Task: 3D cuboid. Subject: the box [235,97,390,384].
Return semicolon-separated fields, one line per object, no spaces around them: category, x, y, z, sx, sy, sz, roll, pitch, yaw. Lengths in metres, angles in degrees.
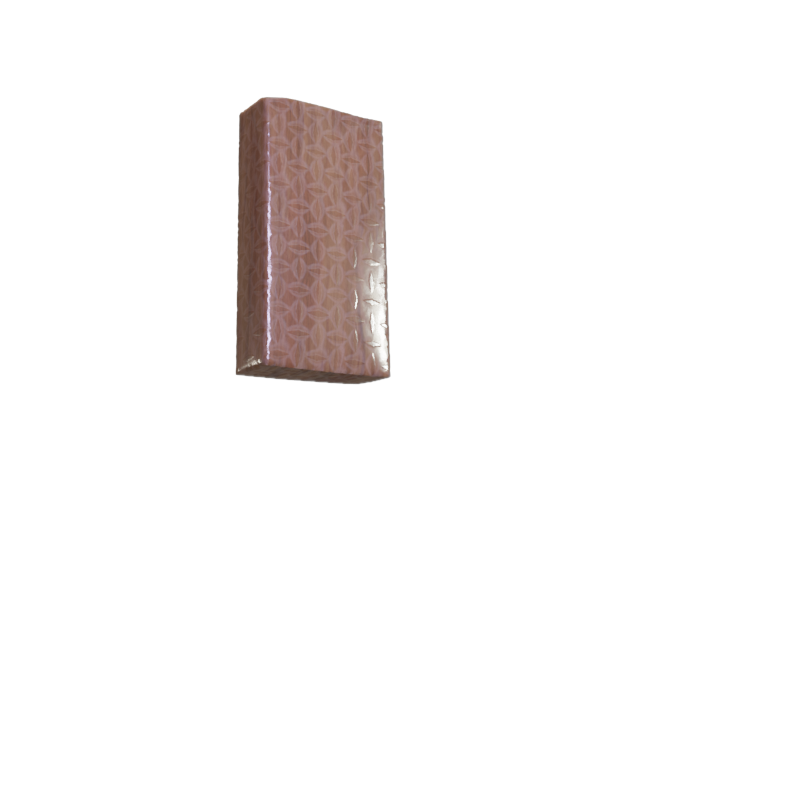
box;-0.056;-0.102;0.711;0.089;0.183;0.048;8;-17;-31
